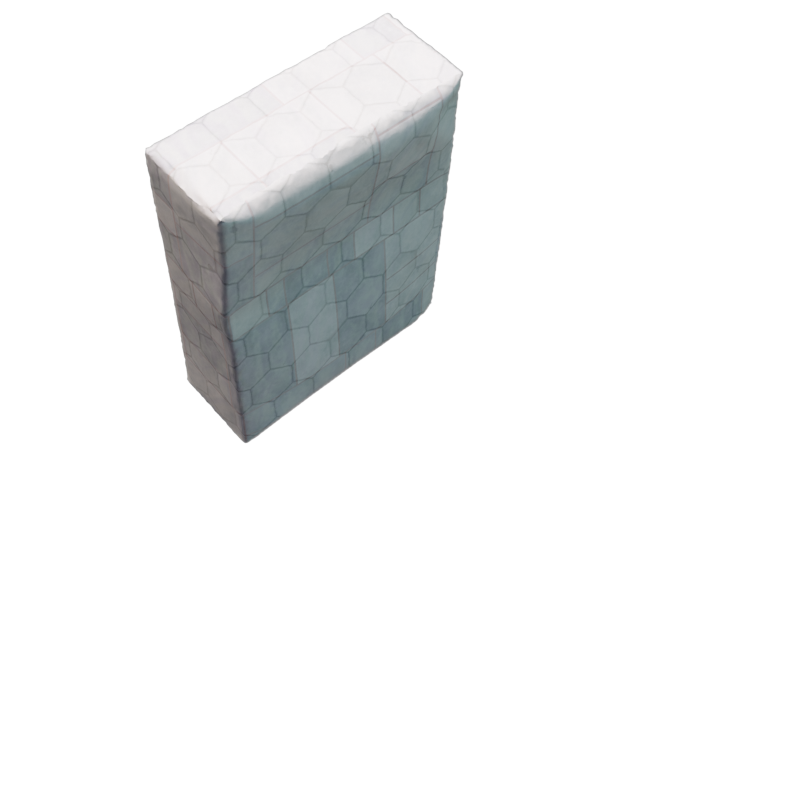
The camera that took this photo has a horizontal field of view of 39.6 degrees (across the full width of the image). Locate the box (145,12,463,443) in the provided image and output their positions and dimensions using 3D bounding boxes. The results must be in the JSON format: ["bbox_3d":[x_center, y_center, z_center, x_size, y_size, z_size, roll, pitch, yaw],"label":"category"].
[{"bbox_3d":[-0.050,-0.091,0.640,0.165,0.076,0.200,-37,-24,-24],"label":"box"}]
